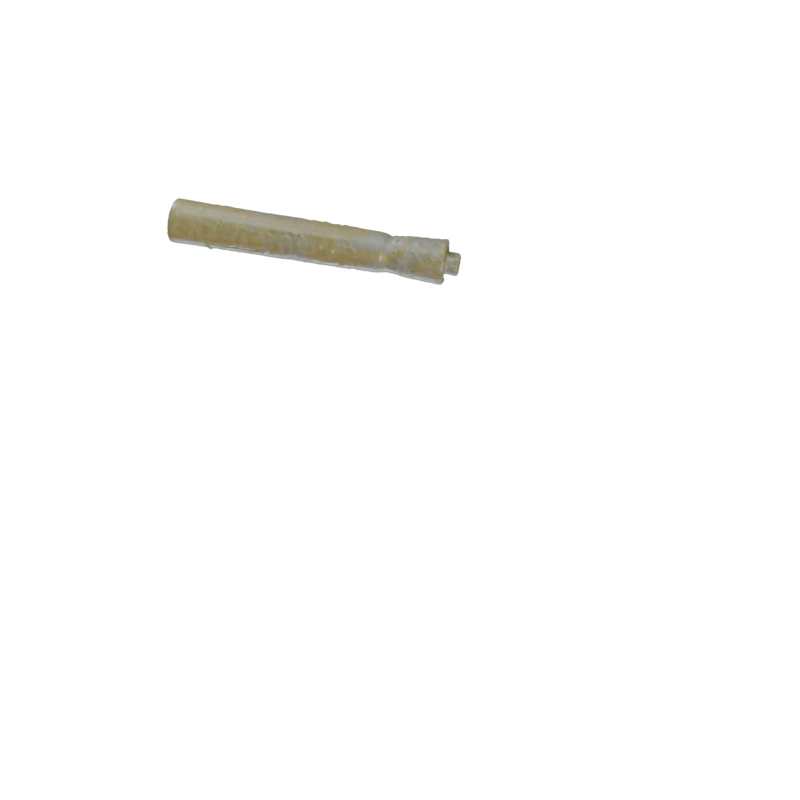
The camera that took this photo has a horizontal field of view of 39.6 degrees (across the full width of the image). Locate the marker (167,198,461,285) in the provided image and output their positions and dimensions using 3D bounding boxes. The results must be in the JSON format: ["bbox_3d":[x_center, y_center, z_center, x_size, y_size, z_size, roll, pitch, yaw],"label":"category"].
[{"bbox_3d":[-0.036,-0.065,0.457,0.123,0.020,0.020,10,5,10],"label":"marker"}]
